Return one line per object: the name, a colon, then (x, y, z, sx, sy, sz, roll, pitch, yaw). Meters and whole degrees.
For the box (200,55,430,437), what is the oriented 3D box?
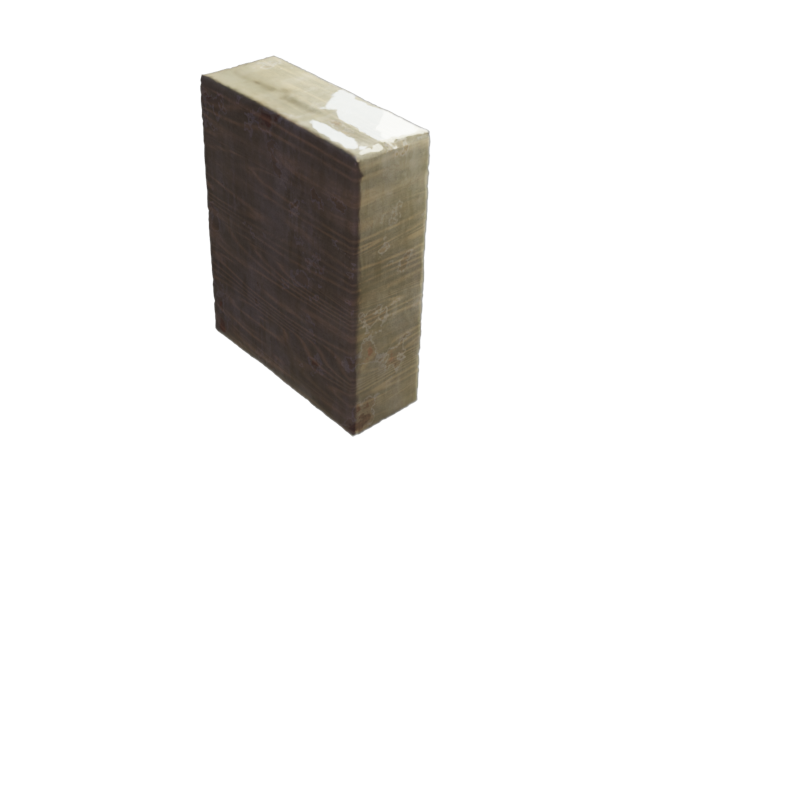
box: (-0.060, -0.109, 0.761, 0.071, 0.200, 0.176, -24, 42, -33)
